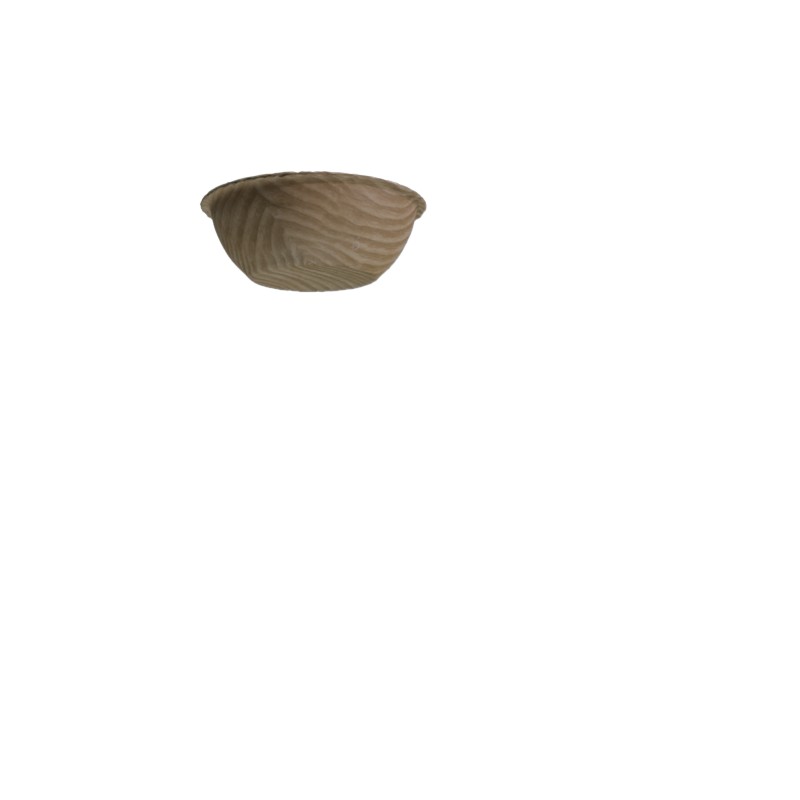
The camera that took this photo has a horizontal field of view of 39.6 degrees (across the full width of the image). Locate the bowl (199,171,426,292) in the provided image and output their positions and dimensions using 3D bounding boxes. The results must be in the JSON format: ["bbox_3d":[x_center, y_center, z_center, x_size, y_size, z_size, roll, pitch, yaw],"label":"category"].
[{"bbox_3d":[-0.062,-0.113,0.789,0.162,0.057,0.158,0,-8,-2],"label":"bowl"}]
